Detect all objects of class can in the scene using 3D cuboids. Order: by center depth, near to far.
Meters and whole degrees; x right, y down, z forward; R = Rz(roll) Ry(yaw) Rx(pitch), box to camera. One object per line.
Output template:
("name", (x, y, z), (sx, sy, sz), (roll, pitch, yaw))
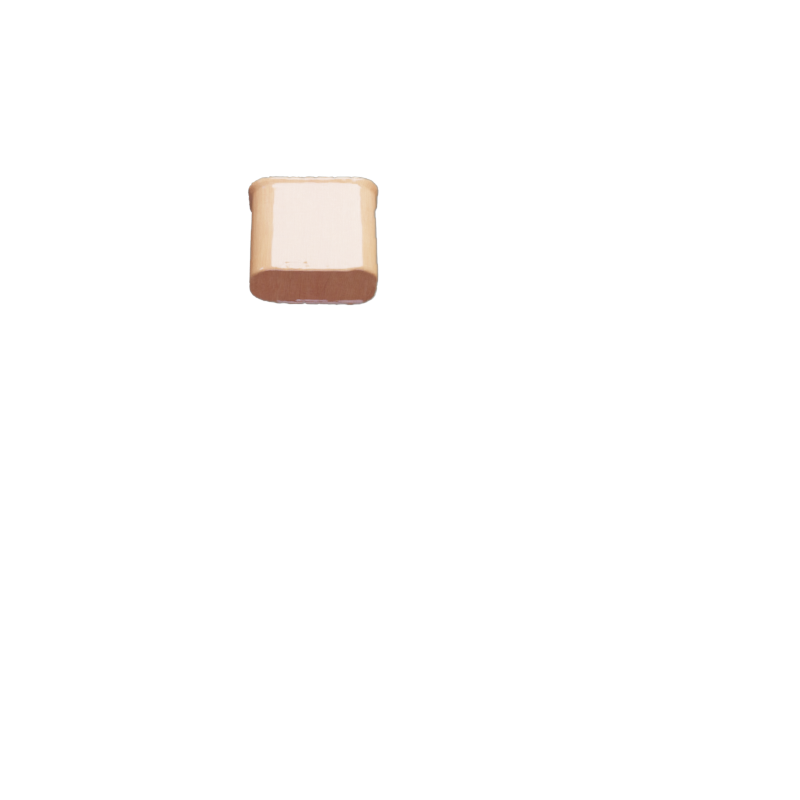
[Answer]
("can", (-0.067, -0.122, 0.851), (0.102, 0.089, 0.054), (0, -30, -2))
